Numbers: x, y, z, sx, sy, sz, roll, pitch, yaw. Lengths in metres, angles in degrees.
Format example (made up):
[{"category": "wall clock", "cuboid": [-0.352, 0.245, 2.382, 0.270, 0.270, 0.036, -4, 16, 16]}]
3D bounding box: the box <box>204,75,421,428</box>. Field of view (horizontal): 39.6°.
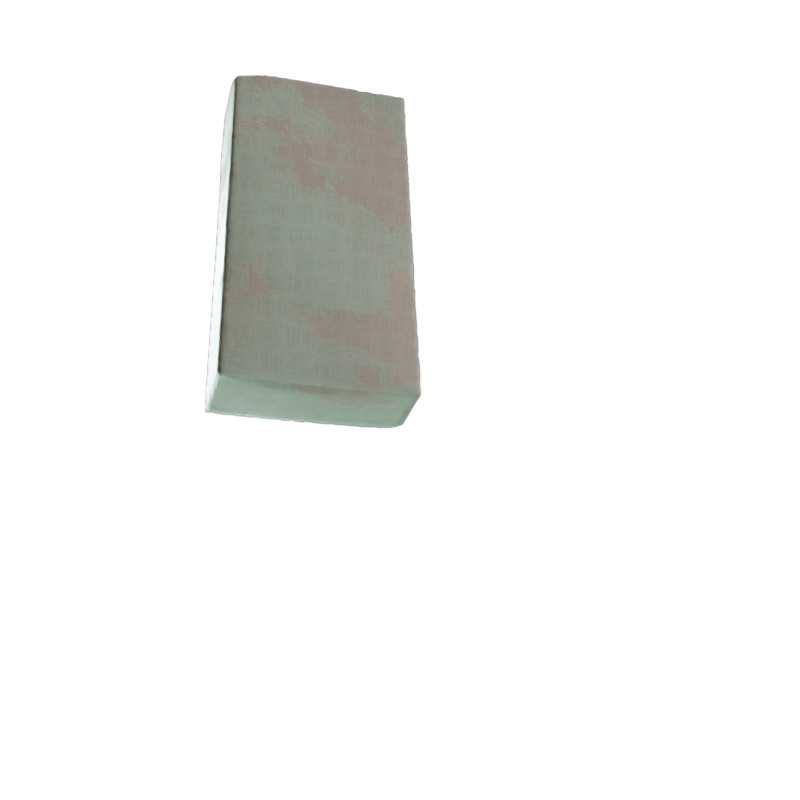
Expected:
[{"category": "box", "cuboid": [-0.042, -0.077, 0.537, 0.092, 0.188, 0.046, 5, -31, -12]}]
